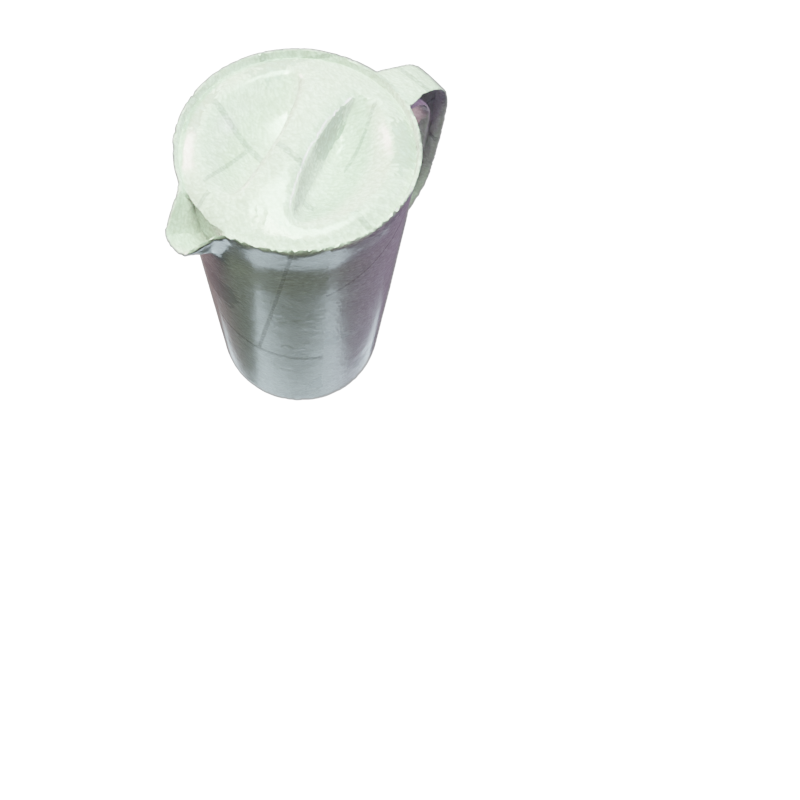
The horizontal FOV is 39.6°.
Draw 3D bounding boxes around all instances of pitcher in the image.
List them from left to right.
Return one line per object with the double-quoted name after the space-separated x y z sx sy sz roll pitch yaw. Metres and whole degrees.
-0.054 -0.099 0.691 0.149 0.153 0.230 5 -25 -1 "pitcher"
